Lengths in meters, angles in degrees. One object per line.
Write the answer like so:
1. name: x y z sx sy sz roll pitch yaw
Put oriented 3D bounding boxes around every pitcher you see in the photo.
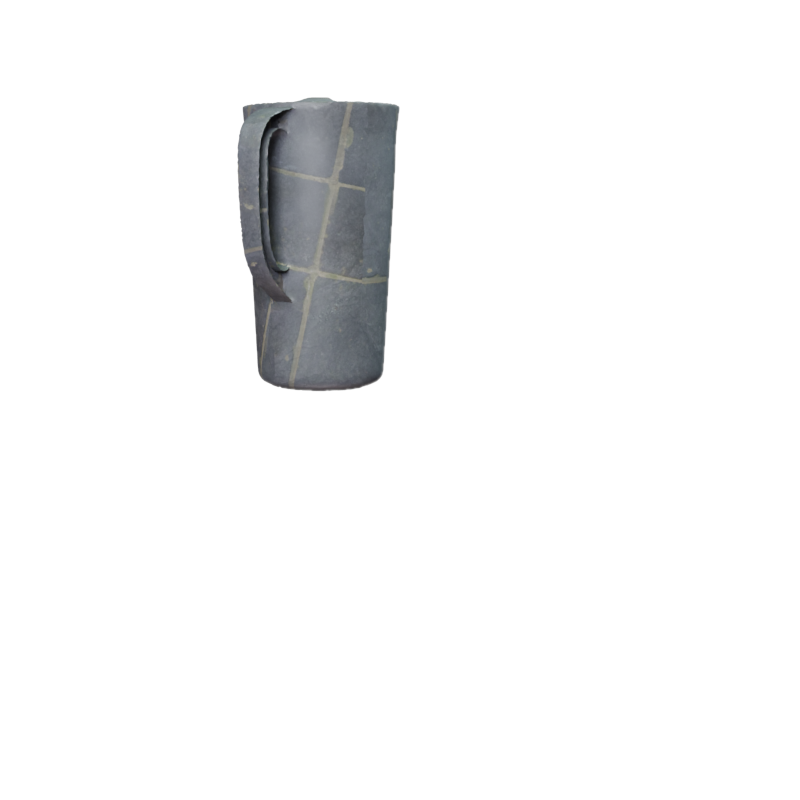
1. pitcher: -0.073 -0.134 0.939 0.146 0.241 0.149 -1 4 -16
